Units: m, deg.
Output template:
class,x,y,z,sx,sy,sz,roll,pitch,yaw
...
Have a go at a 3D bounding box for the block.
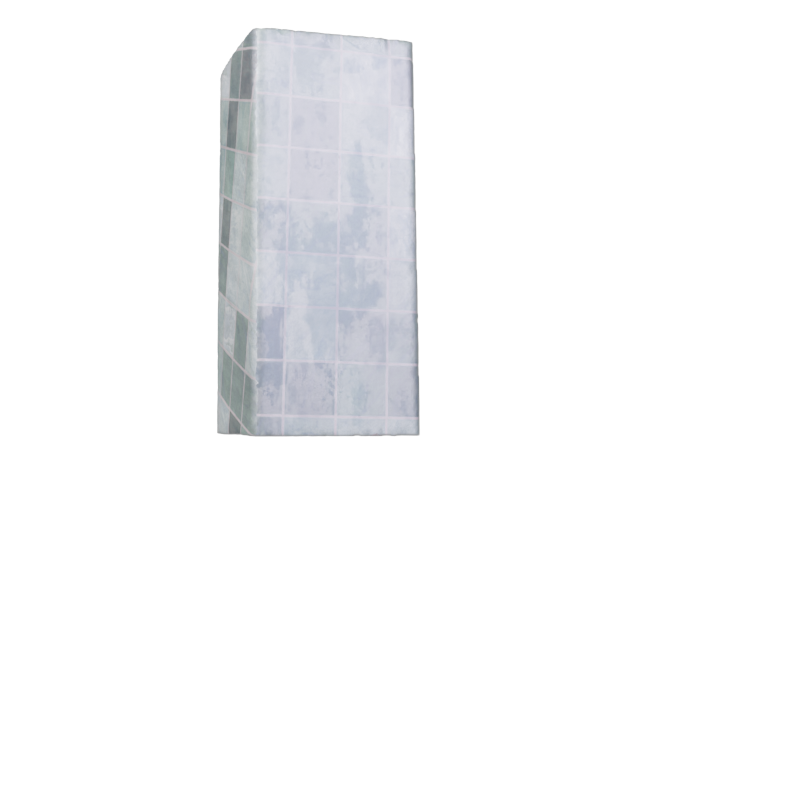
class,x,y,z,sx,sy,sz,roll,pitch,yaw
block,-0.047,-0.086,0.601,0.088,0.210,0.091,2,-8,-18
